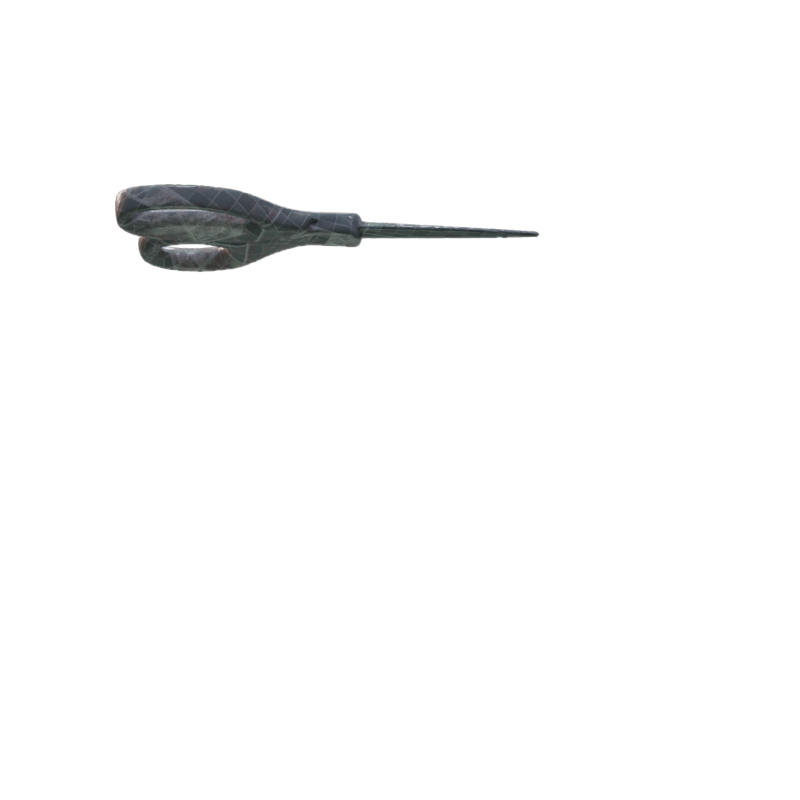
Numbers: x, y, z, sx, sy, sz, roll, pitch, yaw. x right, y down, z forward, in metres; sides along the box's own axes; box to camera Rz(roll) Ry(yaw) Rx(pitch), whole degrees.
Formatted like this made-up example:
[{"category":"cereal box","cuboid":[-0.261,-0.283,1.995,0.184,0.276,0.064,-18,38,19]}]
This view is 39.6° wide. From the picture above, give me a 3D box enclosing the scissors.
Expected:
[{"category":"scissors","cuboid":[-0.043,-0.079,0.550,0.196,0.016,0.095,5,-14,-20]}]
